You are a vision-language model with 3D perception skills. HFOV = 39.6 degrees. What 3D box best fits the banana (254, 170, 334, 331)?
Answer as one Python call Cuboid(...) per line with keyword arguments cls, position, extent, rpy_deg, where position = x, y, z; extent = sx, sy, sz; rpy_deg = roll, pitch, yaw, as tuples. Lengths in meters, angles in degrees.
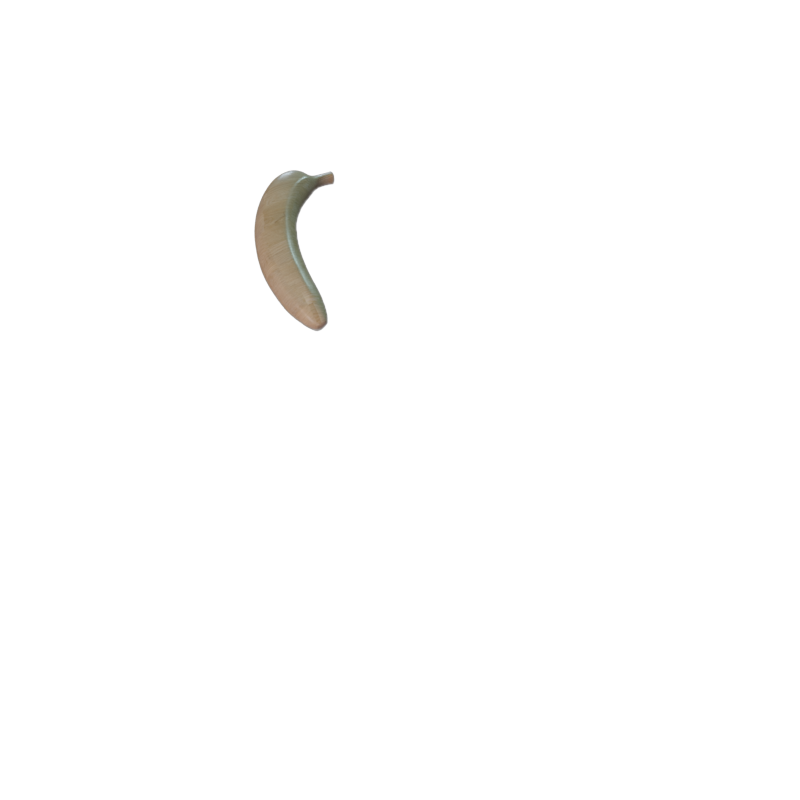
Cuboid(cls="banana", position=(-0.095, -0.143, 0.979), extent=(0.070, 0.212, 0.034), rpy_deg=(0, -41, 0))
